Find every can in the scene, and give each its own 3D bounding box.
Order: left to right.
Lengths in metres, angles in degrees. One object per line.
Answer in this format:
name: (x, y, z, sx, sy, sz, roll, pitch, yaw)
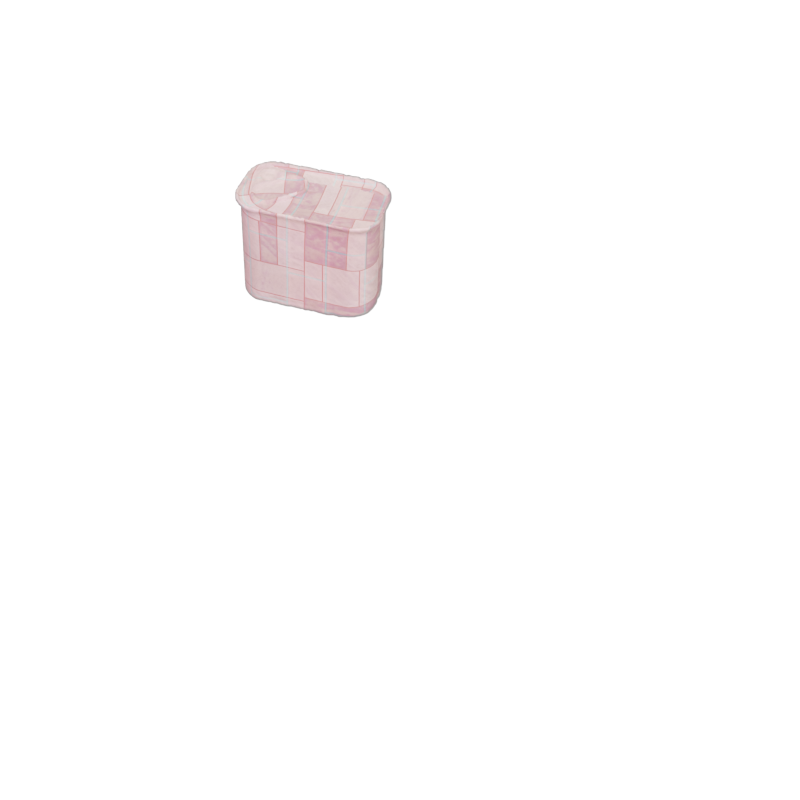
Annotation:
can: (-0.060, -0.109, 0.765, 0.104, 0.078, 0.060, 13, 44, 12)
